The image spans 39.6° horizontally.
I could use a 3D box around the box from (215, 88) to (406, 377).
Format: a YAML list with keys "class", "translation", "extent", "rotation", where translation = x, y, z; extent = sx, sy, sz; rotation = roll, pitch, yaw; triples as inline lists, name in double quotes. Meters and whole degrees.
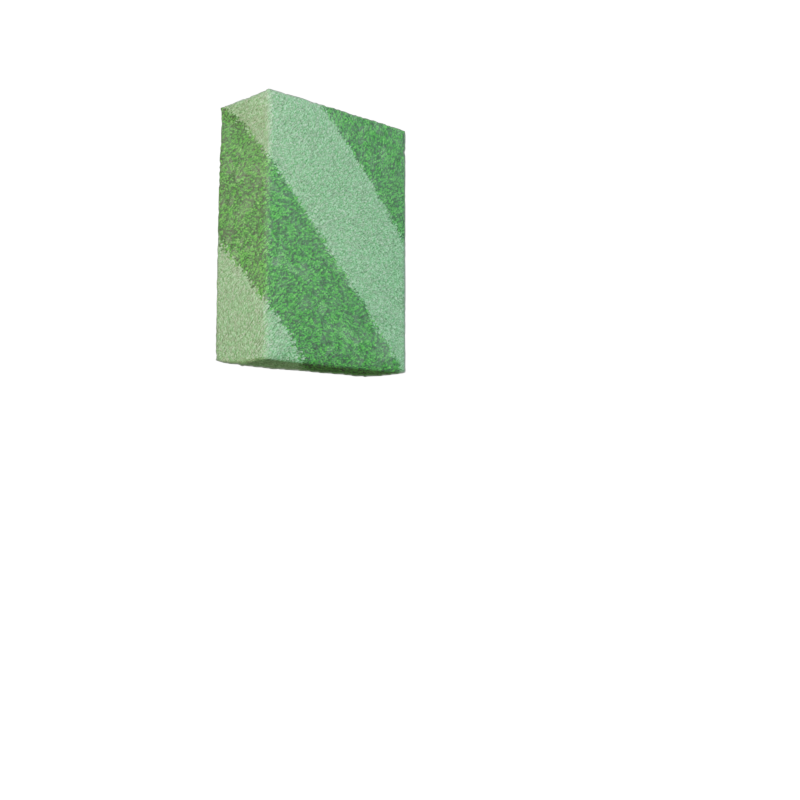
- class: "box"
  translation: [-0.072, -0.131, 0.918]
  extent: [0.074, 0.219, 0.156]
  rotation: [-11, -13, 43]
